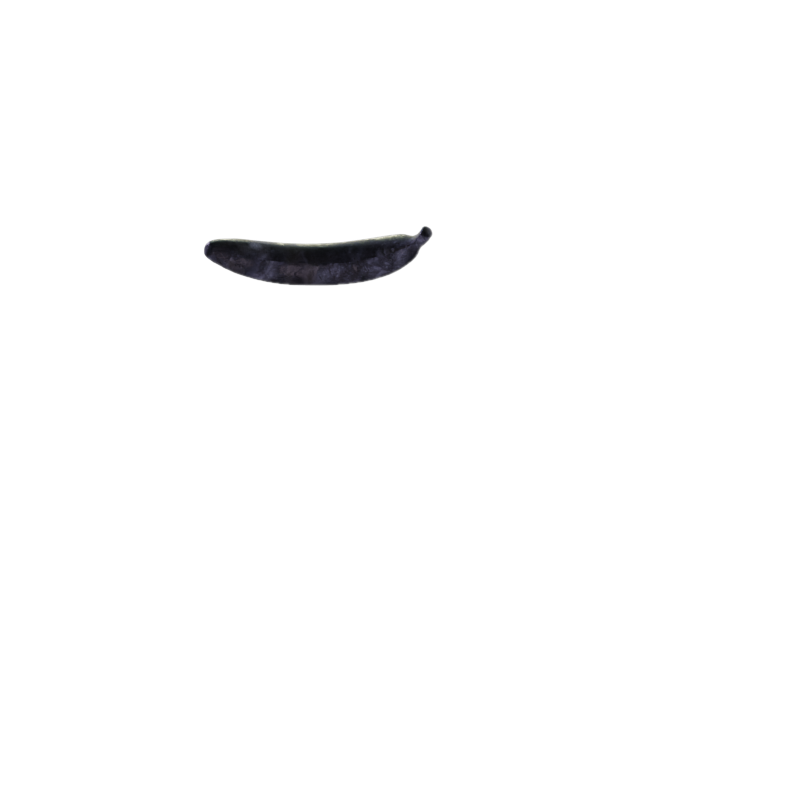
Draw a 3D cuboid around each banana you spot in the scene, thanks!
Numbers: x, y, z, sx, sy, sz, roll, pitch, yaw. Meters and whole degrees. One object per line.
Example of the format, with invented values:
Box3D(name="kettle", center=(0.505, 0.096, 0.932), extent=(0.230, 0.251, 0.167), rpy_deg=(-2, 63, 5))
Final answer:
Box3D(name="banana", center=(-0.070, -0.128, 0.974), extent=(0.199, 0.039, 0.064), rpy_deg=(-5, -35, 6))
